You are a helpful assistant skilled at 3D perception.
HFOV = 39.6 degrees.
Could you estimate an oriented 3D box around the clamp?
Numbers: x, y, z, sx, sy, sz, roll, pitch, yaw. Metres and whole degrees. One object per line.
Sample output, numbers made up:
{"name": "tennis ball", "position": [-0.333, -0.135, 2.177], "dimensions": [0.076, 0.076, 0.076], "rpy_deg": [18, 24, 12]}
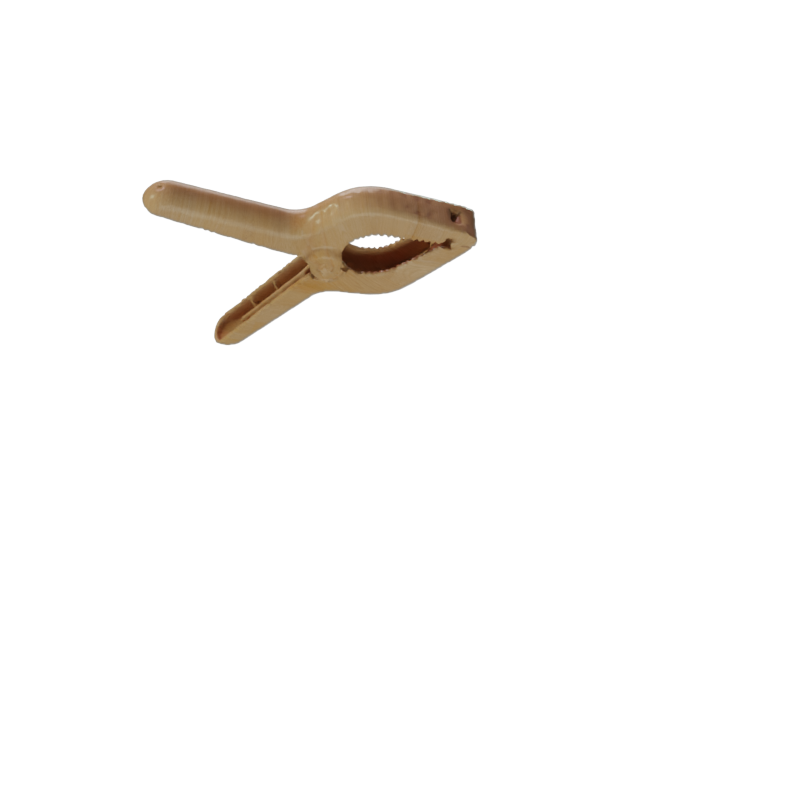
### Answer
{"name": "clamp", "position": [-0.058, -0.105, 0.735], "dimensions": [0.212, 0.039, 0.152], "rpy_deg": [-11, -36, 15]}
